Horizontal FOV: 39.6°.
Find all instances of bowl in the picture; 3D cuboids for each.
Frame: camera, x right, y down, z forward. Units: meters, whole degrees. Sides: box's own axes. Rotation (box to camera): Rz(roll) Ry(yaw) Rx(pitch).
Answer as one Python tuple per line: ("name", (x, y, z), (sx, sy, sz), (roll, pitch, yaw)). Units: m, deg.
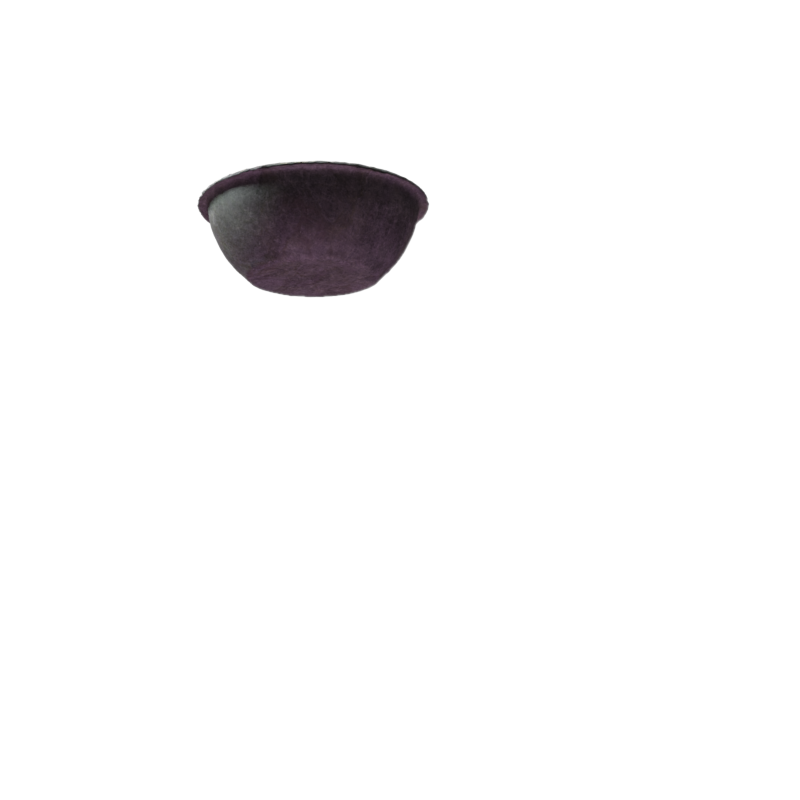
("bowl", (-0.060, -0.110, 0.768), (0.162, 0.057, 0.157), (0, -12, -2))
